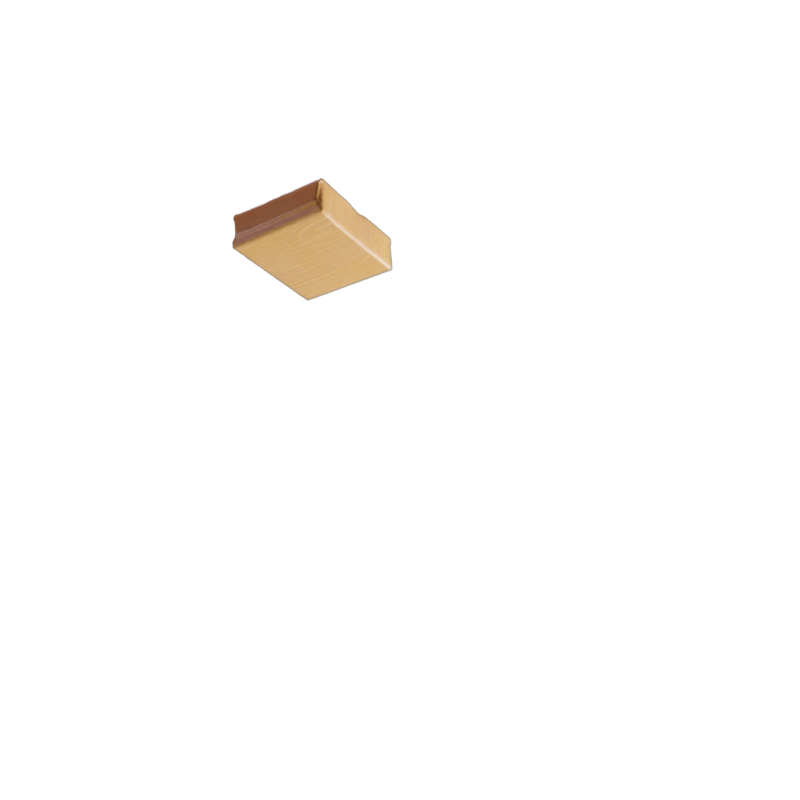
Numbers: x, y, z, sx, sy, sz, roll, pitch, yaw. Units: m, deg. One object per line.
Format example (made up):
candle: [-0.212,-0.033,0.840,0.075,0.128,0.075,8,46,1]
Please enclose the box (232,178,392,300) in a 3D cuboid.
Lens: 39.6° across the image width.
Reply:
box: [-0.059,-0.108,0.753,0.074,0.032,0.083,-19,-34,29]
